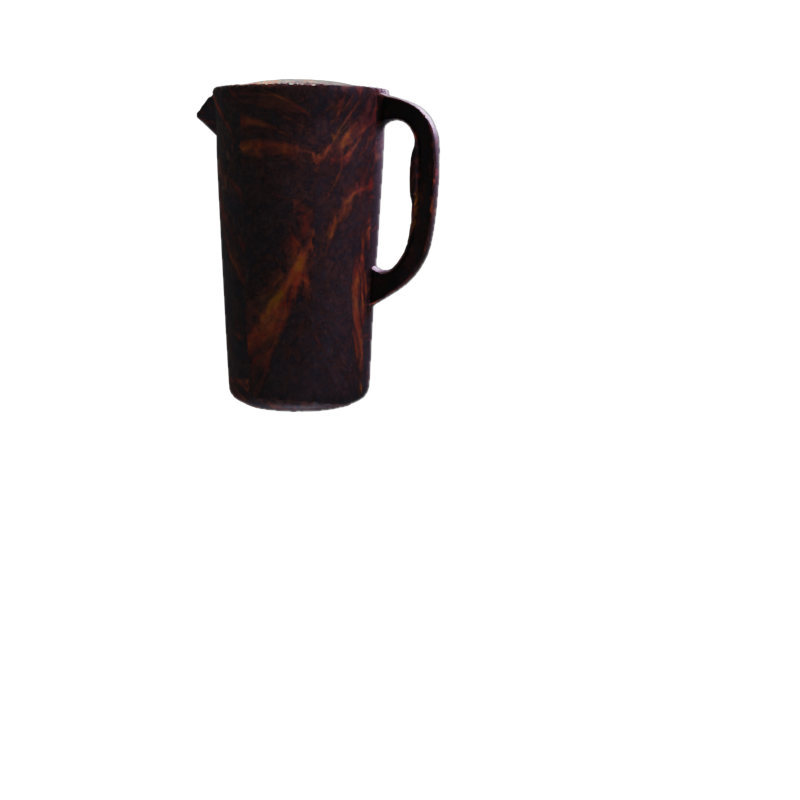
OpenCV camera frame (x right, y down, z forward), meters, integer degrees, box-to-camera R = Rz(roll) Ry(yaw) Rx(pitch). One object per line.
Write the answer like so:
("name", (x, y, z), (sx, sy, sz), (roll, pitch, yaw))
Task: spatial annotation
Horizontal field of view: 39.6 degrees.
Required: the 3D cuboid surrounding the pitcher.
("pitcher", (-0.066, -0.119, 0.837), (0.140, 0.240, 0.156), (-3, 7, -31))
